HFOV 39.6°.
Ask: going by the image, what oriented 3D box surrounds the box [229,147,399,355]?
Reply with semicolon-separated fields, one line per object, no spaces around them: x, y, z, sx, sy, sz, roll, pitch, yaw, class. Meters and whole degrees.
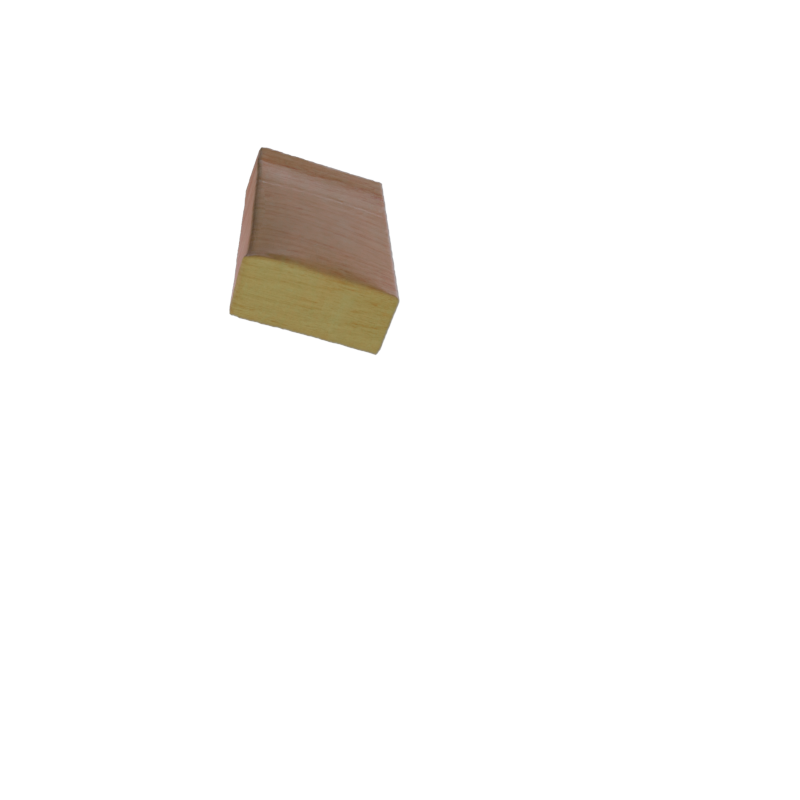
-0.055;-0.100;0.704;0.092;0.046;0.187;15;27;-11;box
